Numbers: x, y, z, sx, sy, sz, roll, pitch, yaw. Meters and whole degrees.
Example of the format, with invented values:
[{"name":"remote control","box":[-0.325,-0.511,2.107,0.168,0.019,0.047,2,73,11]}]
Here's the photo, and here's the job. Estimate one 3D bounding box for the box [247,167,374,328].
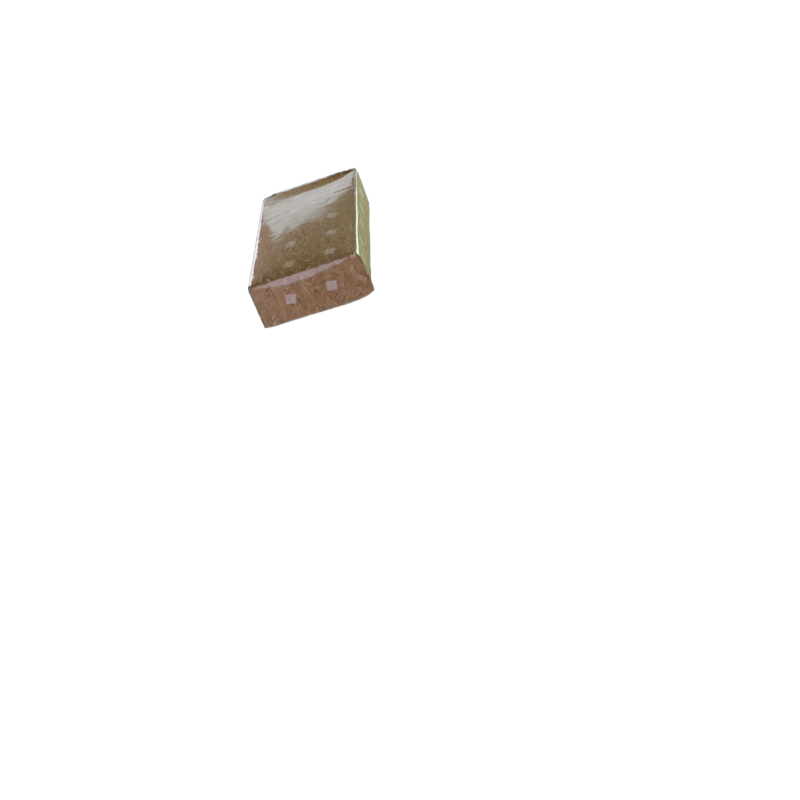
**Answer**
[{"name":"box","box":[-0.073,-0.133,0.928,0.094,0.045,0.188,-18,33,8]}]
